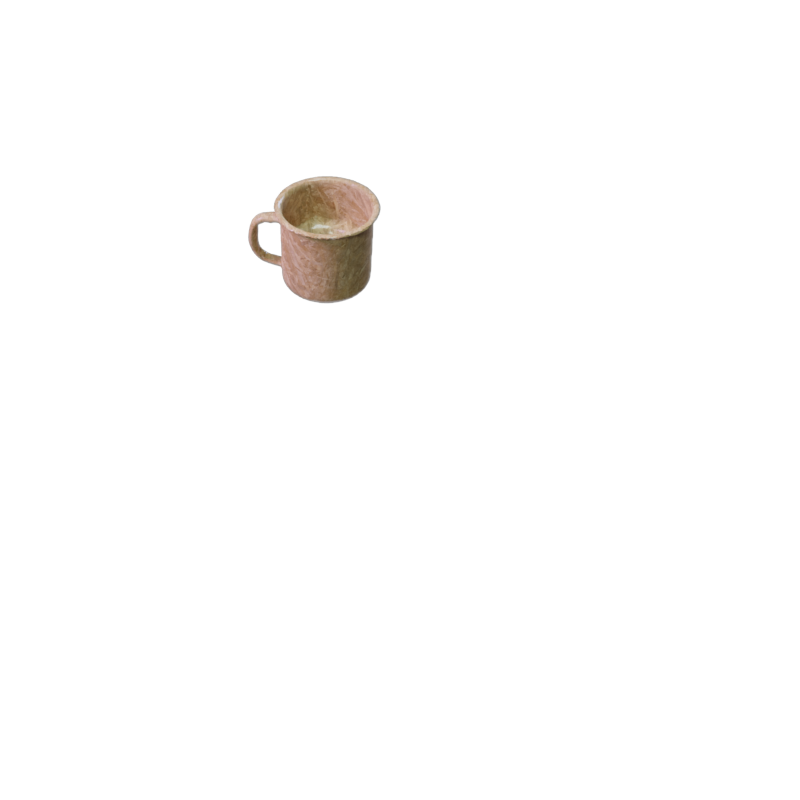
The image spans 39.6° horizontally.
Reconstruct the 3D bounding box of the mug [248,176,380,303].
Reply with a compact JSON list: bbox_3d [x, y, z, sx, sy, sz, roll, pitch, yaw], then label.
[{"bbox_3d":[-0.078,-0.142,0.991,0.117,0.076,0.100,2,42,1],"label":"mug"}]
